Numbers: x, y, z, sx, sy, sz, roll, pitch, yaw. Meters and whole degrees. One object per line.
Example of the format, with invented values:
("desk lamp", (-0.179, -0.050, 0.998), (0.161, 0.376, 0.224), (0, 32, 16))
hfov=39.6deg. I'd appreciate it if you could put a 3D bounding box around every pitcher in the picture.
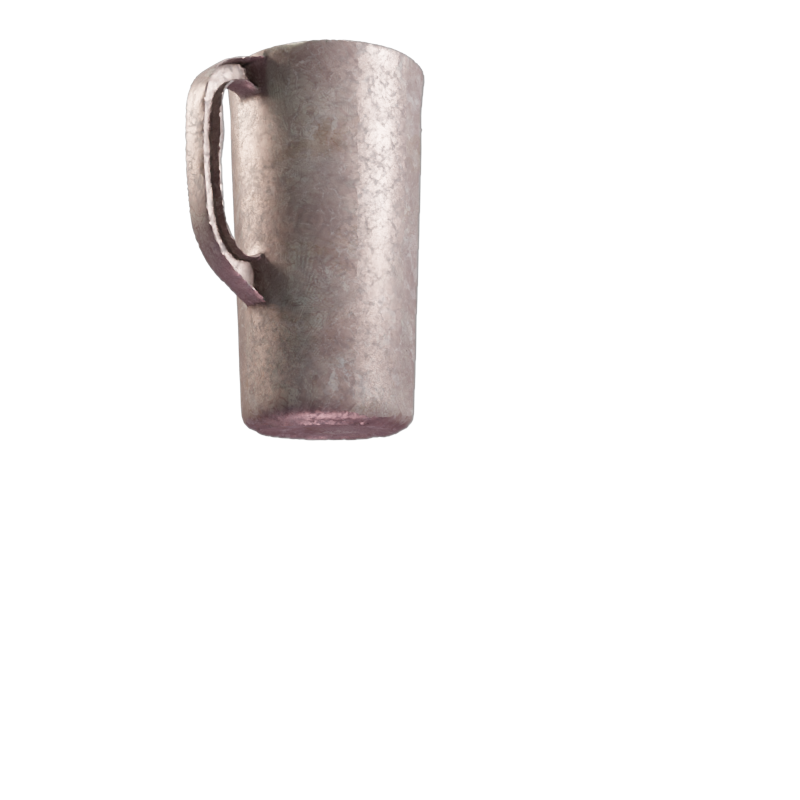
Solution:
("pitcher", (-0.056, -0.102, 0.714), (0.150, 0.252, 0.139), (-1, -14, 2))
